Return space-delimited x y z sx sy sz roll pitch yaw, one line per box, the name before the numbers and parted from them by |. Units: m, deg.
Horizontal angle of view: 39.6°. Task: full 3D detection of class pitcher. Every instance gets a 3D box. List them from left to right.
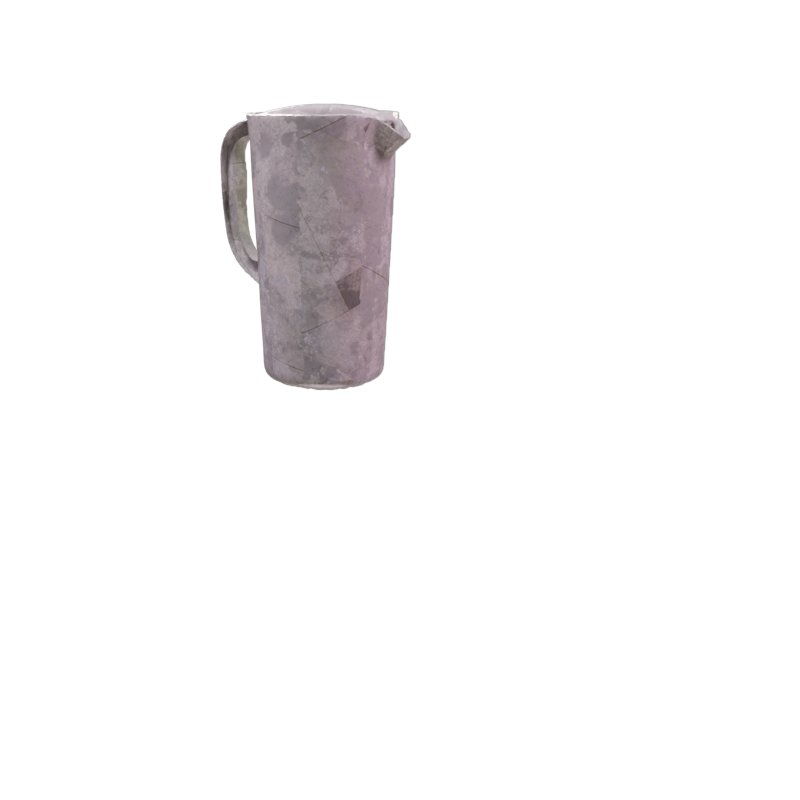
pitcher | -0.077 -0.140 0.983 0.142 0.237 0.156 -3 12 -16
